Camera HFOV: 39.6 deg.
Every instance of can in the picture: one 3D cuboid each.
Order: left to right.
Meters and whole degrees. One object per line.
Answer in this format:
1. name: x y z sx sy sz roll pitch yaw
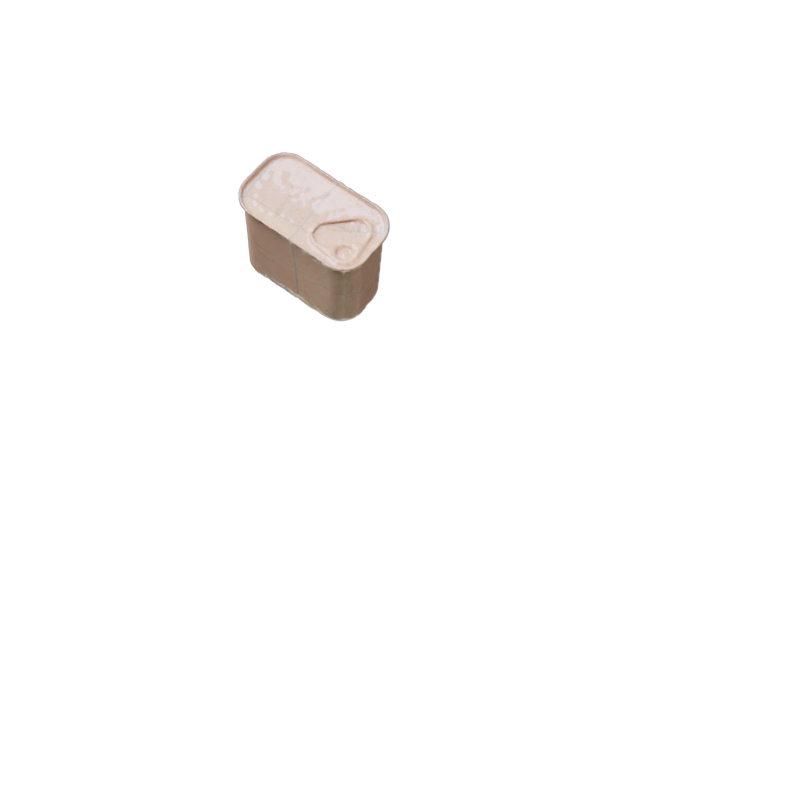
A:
1. can: -0.060 -0.109 0.765 0.106 0.059 0.079 35 -23 16
